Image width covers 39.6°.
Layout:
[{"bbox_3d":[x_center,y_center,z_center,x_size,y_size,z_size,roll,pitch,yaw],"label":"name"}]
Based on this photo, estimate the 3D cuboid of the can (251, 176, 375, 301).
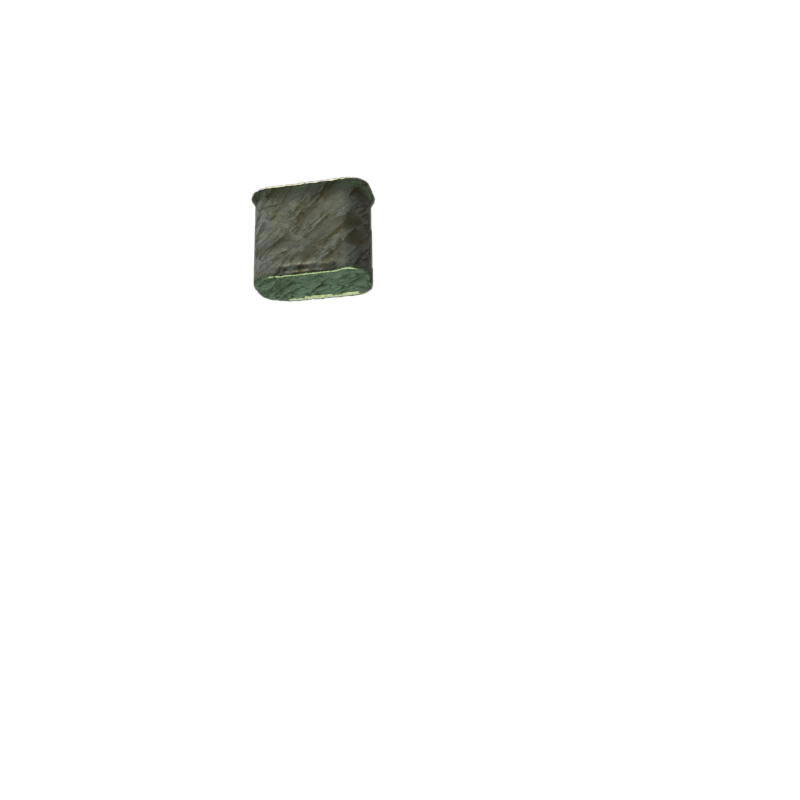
[{"bbox_3d":[-0.072,-0.131,0.919,0.103,0.089,0.054,-6,-25,11],"label":"can"}]
